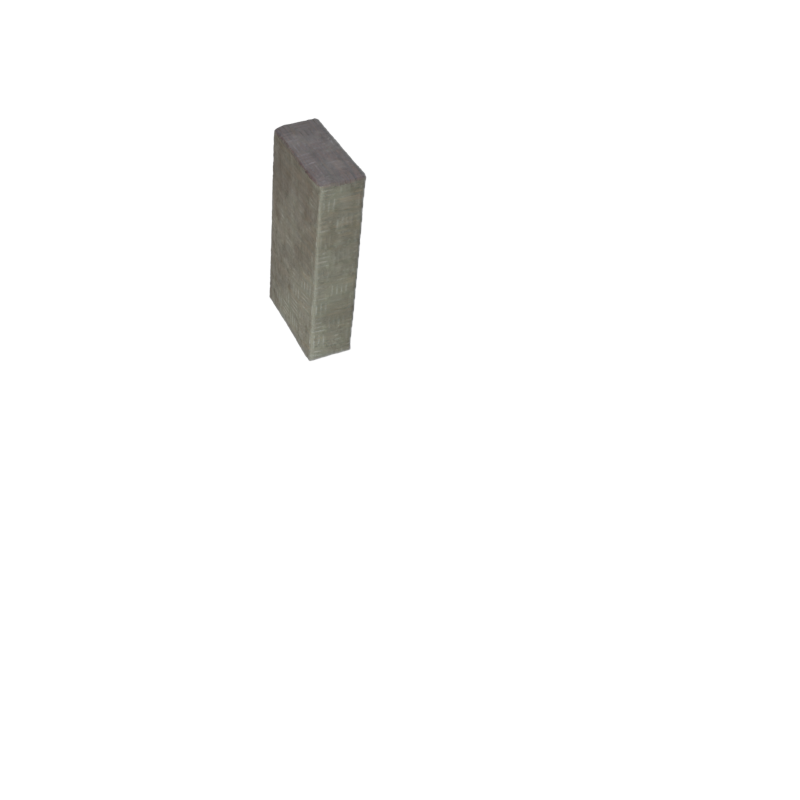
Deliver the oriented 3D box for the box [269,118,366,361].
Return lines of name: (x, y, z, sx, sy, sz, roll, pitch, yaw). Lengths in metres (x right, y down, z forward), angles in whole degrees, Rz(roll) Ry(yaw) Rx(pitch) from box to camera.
box: (-0.070, -0.128, 0.895, 0.047, 0.164, 0.101, -16, 44, -21)
